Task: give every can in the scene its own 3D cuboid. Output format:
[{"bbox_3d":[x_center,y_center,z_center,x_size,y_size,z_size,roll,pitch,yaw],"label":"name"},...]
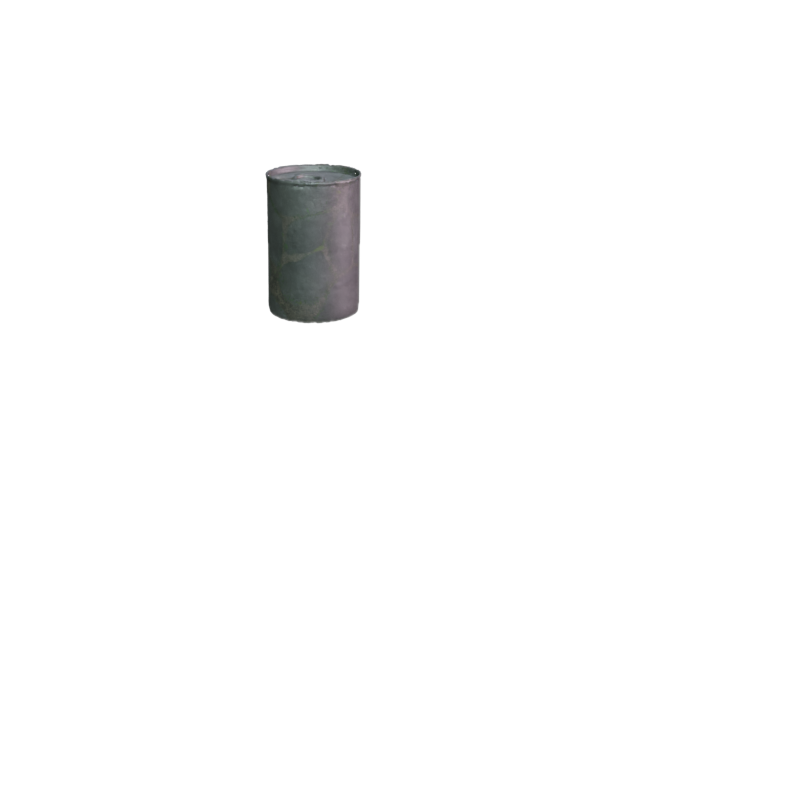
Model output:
[{"bbox_3d":[-0.062,-0.114,0.797,0.068,0.098,0.071,0,18,-2],"label":"can"}]
